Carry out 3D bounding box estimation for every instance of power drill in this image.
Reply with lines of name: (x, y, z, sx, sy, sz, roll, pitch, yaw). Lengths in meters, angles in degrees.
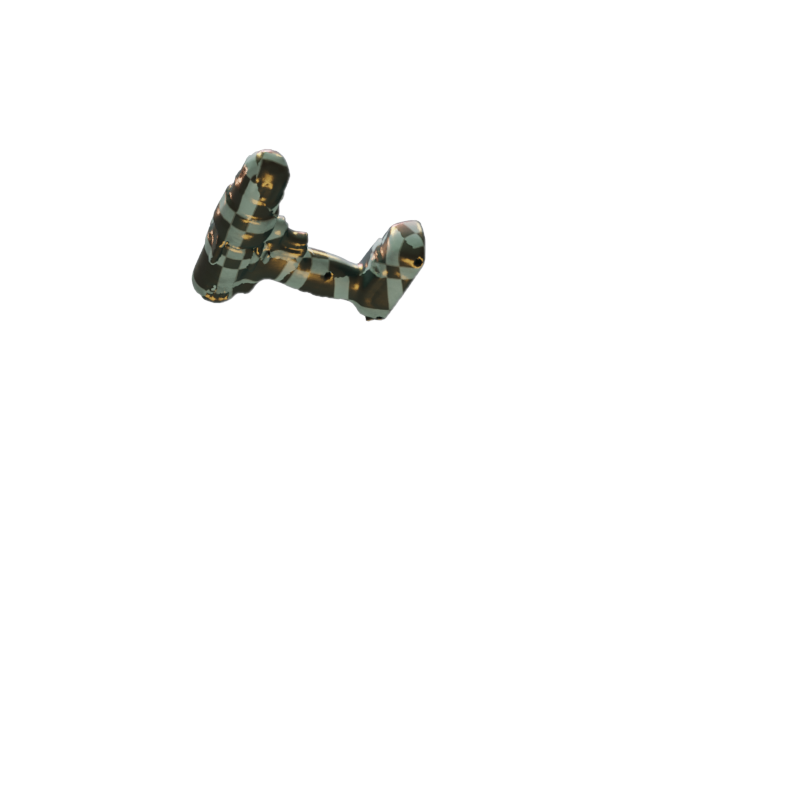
power drill: (-0.077, -0.140, 0.980, 0.182, 0.061, 0.178, 12, -35, -18)
